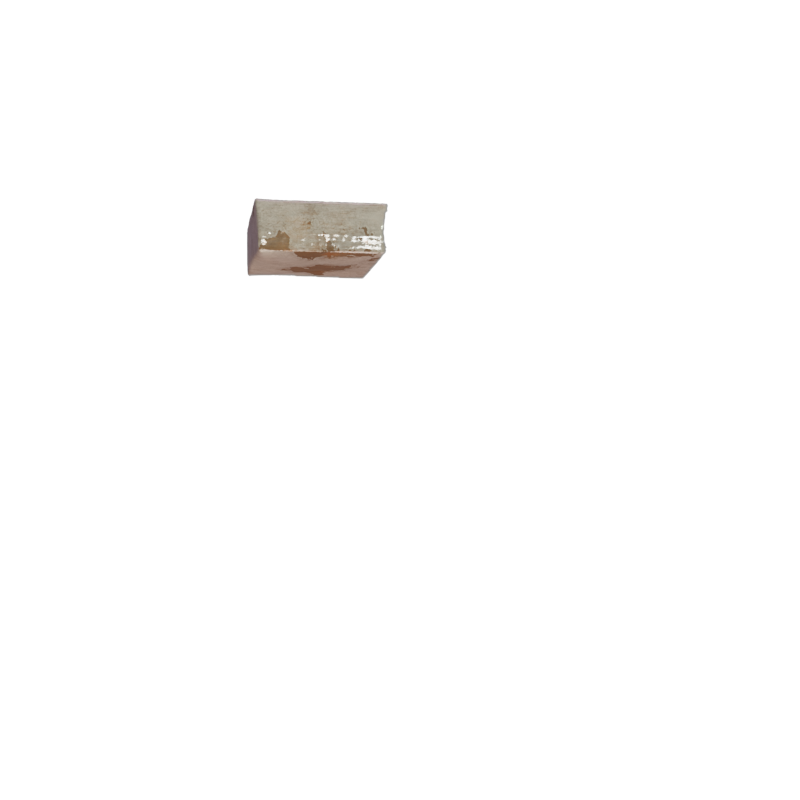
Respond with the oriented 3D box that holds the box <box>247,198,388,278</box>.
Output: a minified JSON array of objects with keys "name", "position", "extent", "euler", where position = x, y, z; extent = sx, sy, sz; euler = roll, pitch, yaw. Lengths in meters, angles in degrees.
[{"name":"box","position":[-0.061,-0.112,0.782],"extent":[0.089,0.039,0.113],"euler":[0,-2,-9]}]
